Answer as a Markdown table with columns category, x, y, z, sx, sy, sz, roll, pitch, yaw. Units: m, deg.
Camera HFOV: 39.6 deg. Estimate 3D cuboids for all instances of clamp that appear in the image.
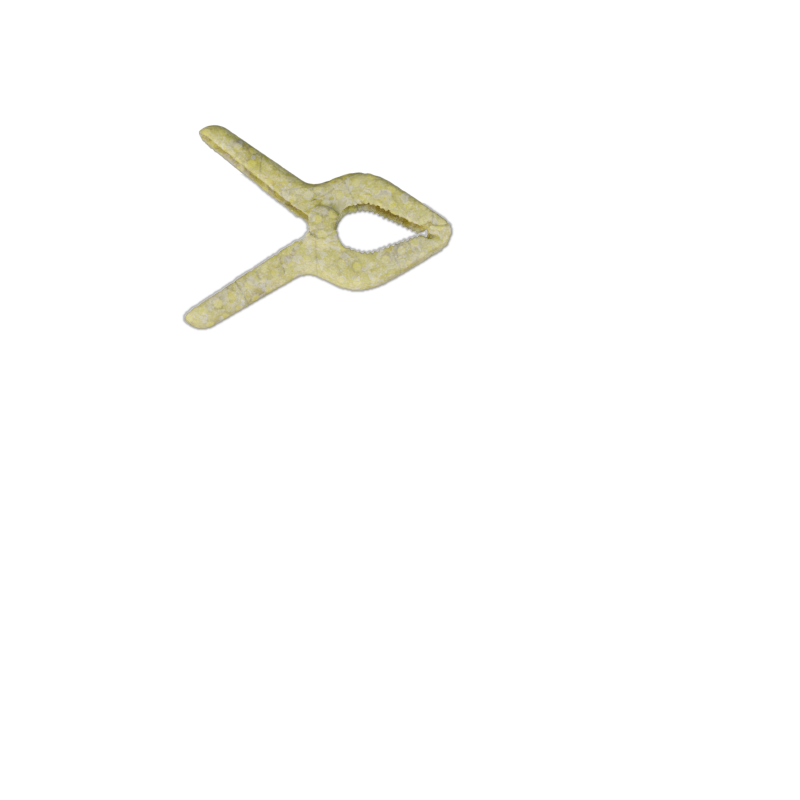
| category | x | y | z | sx | sy | sz | roll | pitch | yaw |
| --- | --- | --- | --- | --- | --- | --- | --- | --- | --- |
| clamp | -0.068 | -0.123 | 0.863 | 0.211 | 0.170 | 0.035 | 9 | -14 | 2 |
